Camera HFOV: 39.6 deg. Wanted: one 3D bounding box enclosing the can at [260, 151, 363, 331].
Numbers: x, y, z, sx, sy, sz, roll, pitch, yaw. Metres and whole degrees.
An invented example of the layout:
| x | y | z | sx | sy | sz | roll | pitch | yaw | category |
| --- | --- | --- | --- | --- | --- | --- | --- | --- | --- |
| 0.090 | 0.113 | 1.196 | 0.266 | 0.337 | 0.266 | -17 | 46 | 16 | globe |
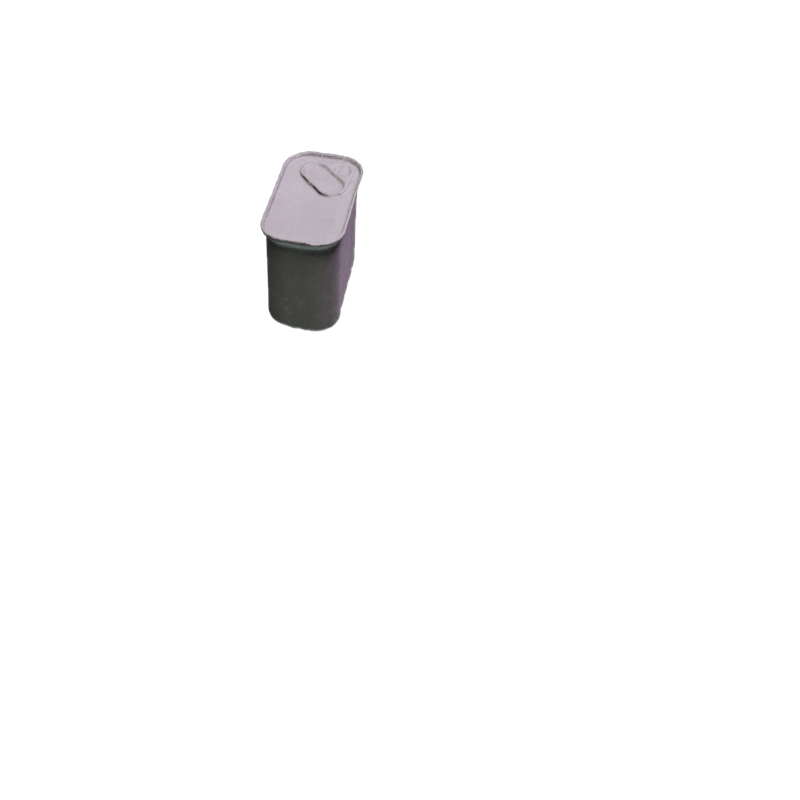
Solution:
| x | y | z | sx | sy | sz | roll | pitch | yaw | category |
| --- | --- | --- | --- | --- | --- | --- | --- | --- | --- |
| -0.061 | -0.112 | 0.784 | 0.058 | 0.078 | 0.108 | 8 | 45 | 5 | can |
